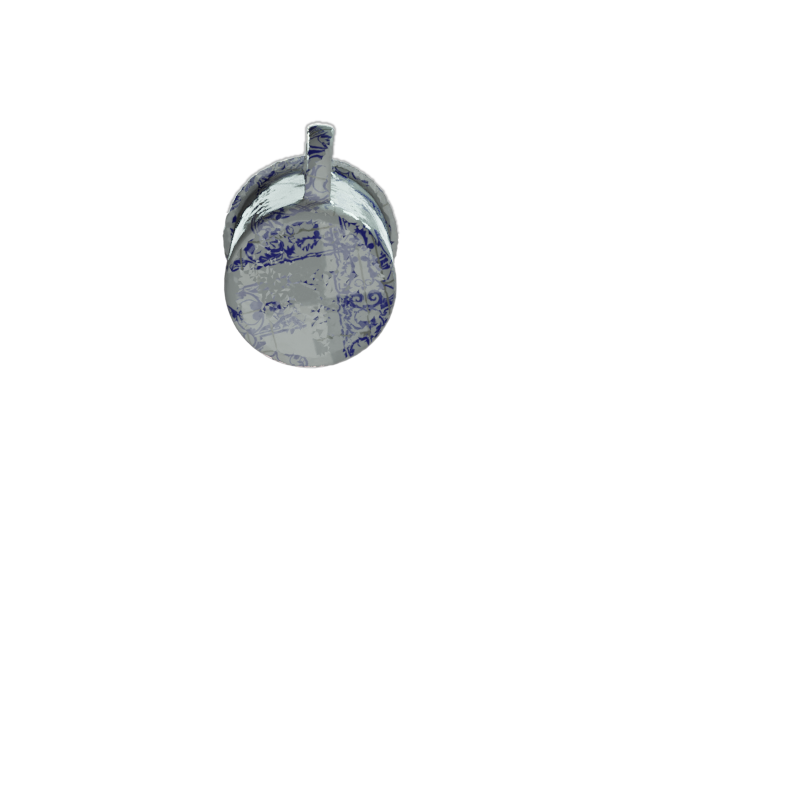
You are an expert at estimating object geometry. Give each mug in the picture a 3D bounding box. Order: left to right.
[{"bbox_3d":[-0.043,-0.078,0.548,0.093,0.113,0.085,7,21,-5],"label":"mug"}]
